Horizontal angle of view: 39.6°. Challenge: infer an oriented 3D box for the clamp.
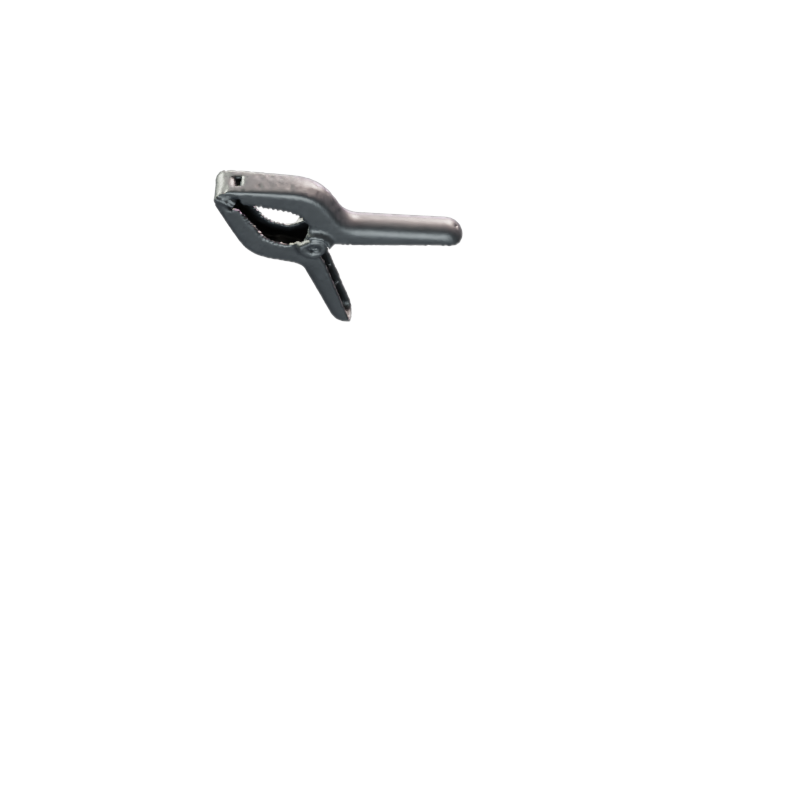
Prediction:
[{"bbox_3d":[-0.075,-0.137,0.963,0.201,0.039,0.161,19,-39,-26],"label":"clamp"}]
